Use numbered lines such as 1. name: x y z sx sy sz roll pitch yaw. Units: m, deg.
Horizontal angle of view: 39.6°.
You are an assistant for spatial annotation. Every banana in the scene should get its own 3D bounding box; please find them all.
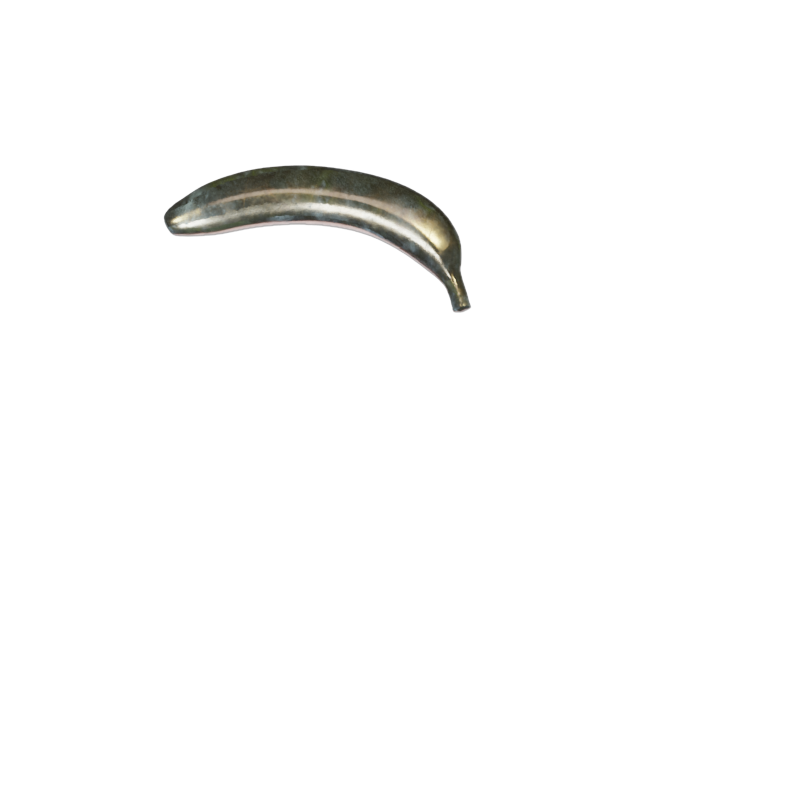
1. banana: -0.045 -0.113 0.689 0.200 0.073 0.035 15 -24 7
